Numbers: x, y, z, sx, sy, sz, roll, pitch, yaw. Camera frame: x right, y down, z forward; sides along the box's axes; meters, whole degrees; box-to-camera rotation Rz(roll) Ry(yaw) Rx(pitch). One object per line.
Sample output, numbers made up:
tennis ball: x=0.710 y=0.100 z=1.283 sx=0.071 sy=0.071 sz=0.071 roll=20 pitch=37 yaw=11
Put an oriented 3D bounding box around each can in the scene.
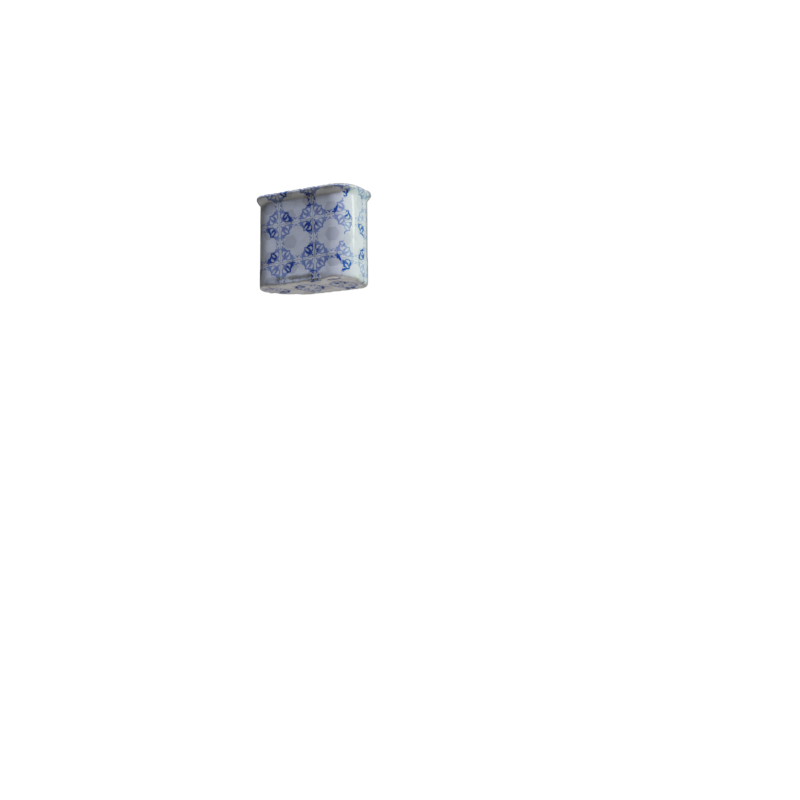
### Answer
can: x=-0.077 y=-0.140 z=0.980 sx=0.105 sy=0.086 sz=0.054 roll=-5 pitch=-12 yaw=29
